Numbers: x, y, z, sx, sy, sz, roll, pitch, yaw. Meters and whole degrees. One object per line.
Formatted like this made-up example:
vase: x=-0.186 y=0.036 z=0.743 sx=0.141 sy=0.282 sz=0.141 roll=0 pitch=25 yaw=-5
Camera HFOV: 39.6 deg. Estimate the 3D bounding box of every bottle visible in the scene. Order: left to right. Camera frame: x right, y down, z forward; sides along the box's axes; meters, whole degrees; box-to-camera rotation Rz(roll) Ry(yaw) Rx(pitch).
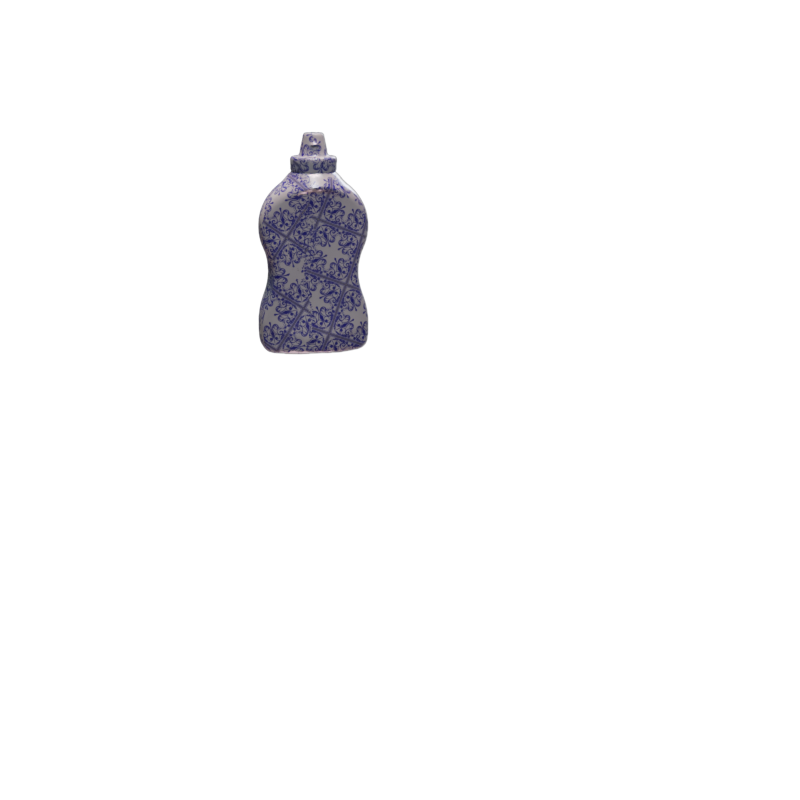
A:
bottle: x=-0.076 y=-0.139 z=0.975 sx=0.095 sy=0.187 sz=0.060 roll=-1 pitch=10 yaw=-10
